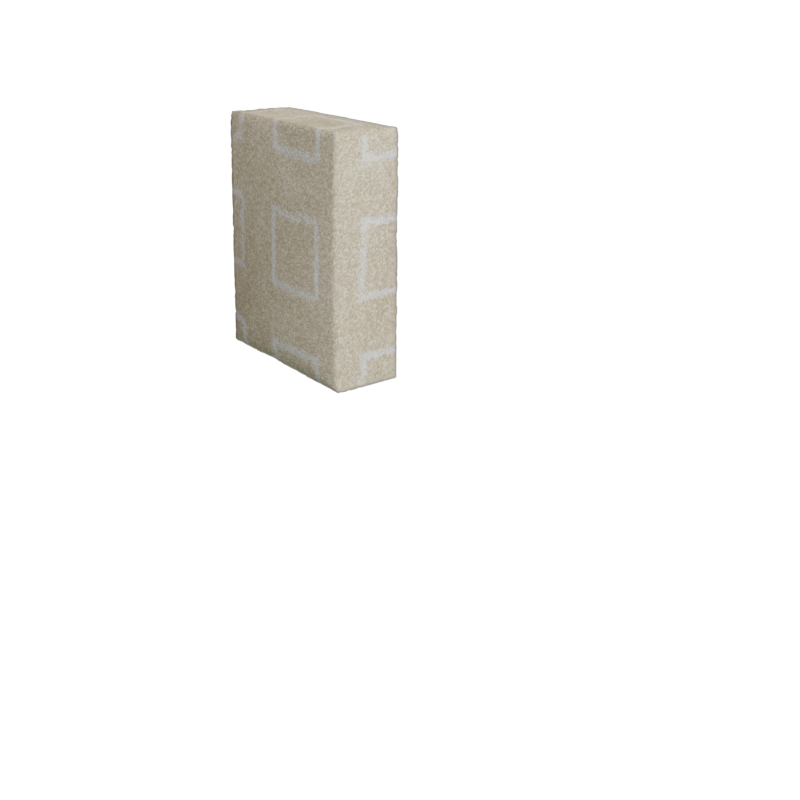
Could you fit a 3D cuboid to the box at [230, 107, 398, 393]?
[{"bbox_3d":[-0.074,-0.135,0.946,0.070,0.206,0.174,-10,20,-35],"label":"box"}]
